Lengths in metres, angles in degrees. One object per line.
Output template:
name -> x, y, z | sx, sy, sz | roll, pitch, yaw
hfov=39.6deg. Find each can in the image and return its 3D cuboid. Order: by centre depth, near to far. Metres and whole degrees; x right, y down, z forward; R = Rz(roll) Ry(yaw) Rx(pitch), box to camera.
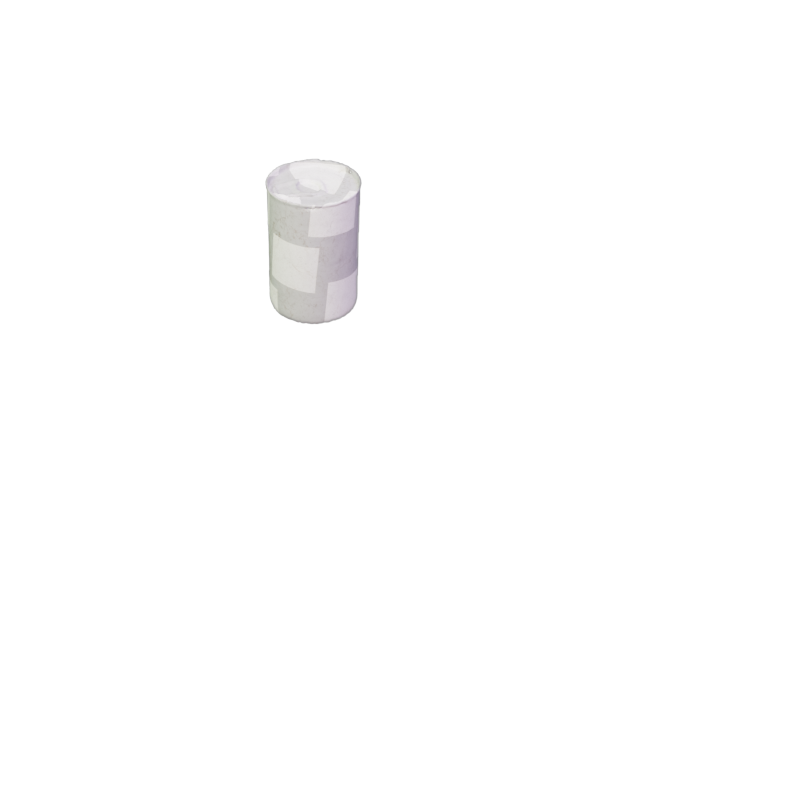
can -> -0.063, -0.116, 0.810 | 0.068, 0.096, 0.073 | 0, 36, -3
